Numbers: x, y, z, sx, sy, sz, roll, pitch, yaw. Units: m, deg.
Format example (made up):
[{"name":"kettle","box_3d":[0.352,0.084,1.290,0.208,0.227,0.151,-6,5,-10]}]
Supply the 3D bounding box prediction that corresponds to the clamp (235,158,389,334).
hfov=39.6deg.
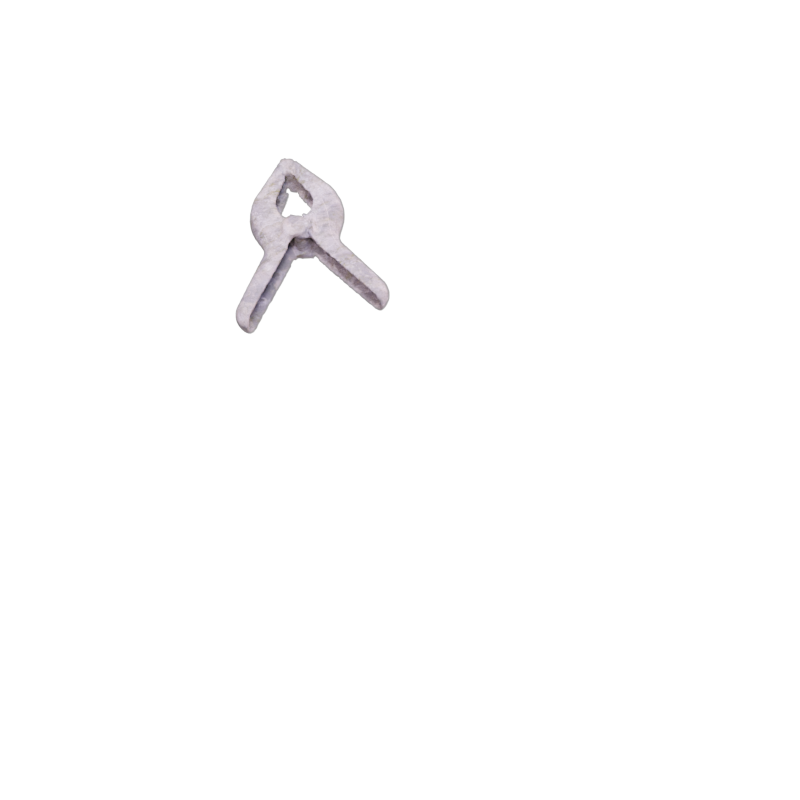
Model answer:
[{"name":"clamp","box_3d":[-0.071,-0.130,0.909,0.120,0.183,0.037,-1,-35,-1]}]
